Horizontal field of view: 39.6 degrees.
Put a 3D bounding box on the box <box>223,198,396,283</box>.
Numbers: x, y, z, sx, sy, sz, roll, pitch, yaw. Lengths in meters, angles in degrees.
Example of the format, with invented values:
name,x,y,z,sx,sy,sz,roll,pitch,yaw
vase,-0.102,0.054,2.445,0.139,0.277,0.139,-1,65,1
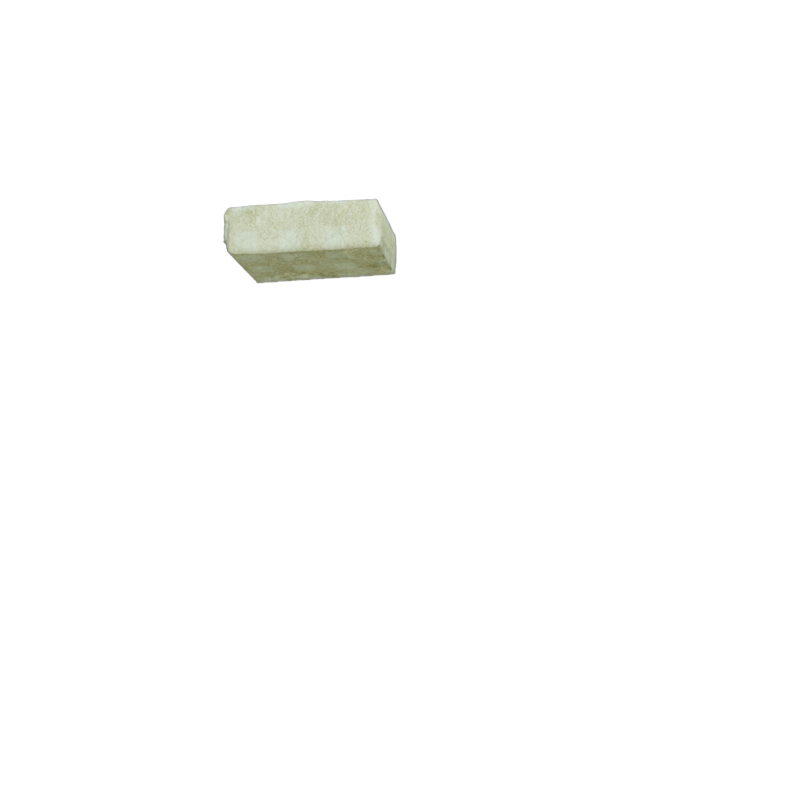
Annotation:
name,x,y,z,sx,sy,sz,roll,pitch,yaw
box,-0.051,-0.092,0.643,0.090,0.031,0.070,-1,-9,10
